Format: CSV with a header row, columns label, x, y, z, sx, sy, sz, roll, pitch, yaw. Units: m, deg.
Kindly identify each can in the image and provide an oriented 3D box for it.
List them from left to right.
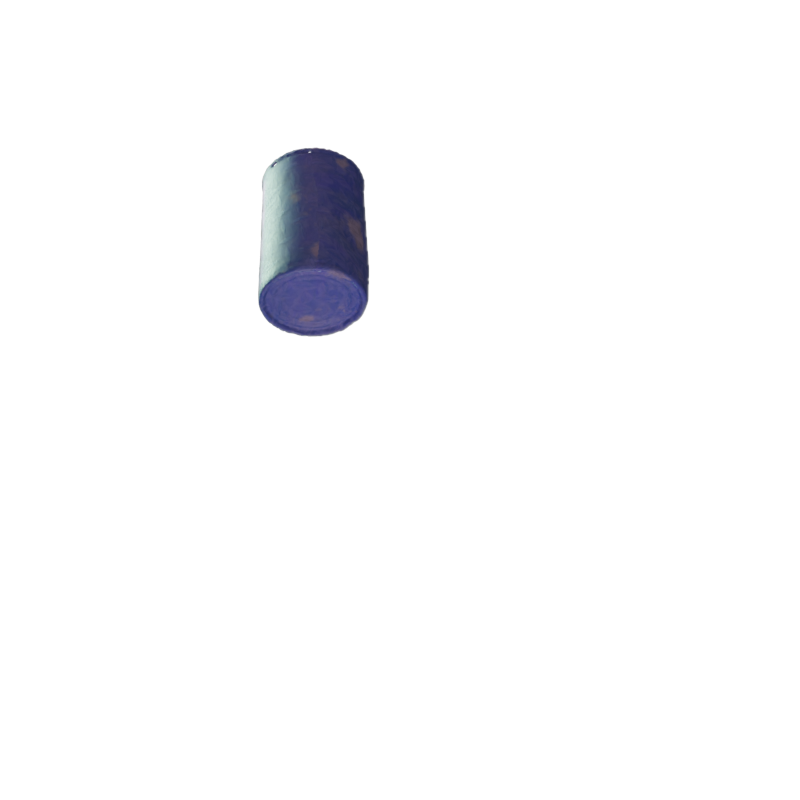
label,x,y,z,sx,sy,sz,roll,pitch,yaw
can,-0.055,-0.100,0.699,0.068,0.110,0.064,-1,-39,-3
